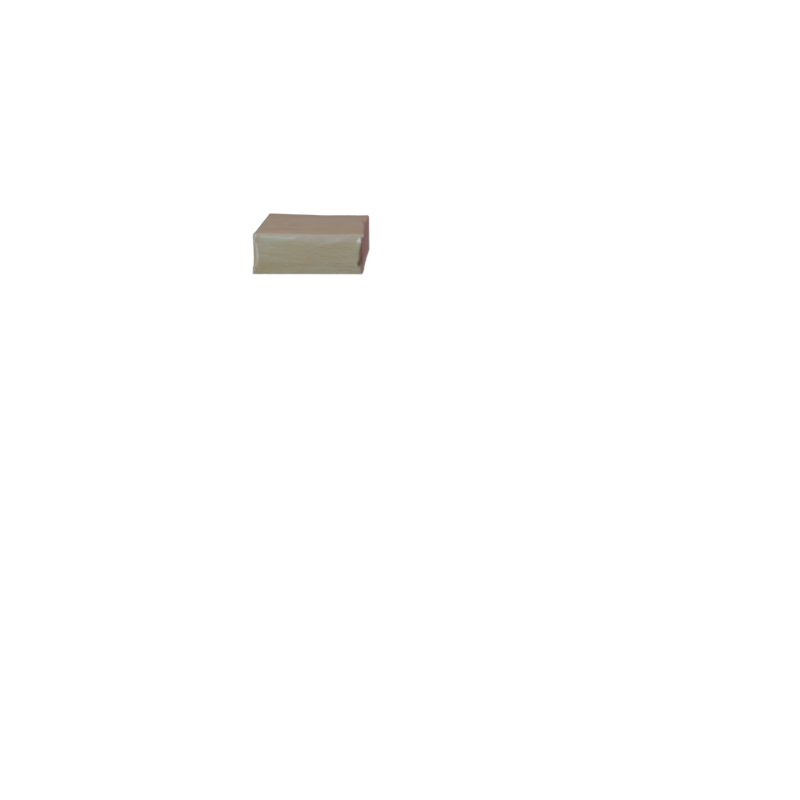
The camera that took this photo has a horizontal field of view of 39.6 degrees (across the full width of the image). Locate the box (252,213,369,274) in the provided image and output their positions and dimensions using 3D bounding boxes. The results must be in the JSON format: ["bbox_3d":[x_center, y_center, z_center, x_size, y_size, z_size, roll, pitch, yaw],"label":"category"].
[{"bbox_3d":[-0.059,-0.108,0.756,0.073,0.029,0.092,1,17,3],"label":"box"}]
